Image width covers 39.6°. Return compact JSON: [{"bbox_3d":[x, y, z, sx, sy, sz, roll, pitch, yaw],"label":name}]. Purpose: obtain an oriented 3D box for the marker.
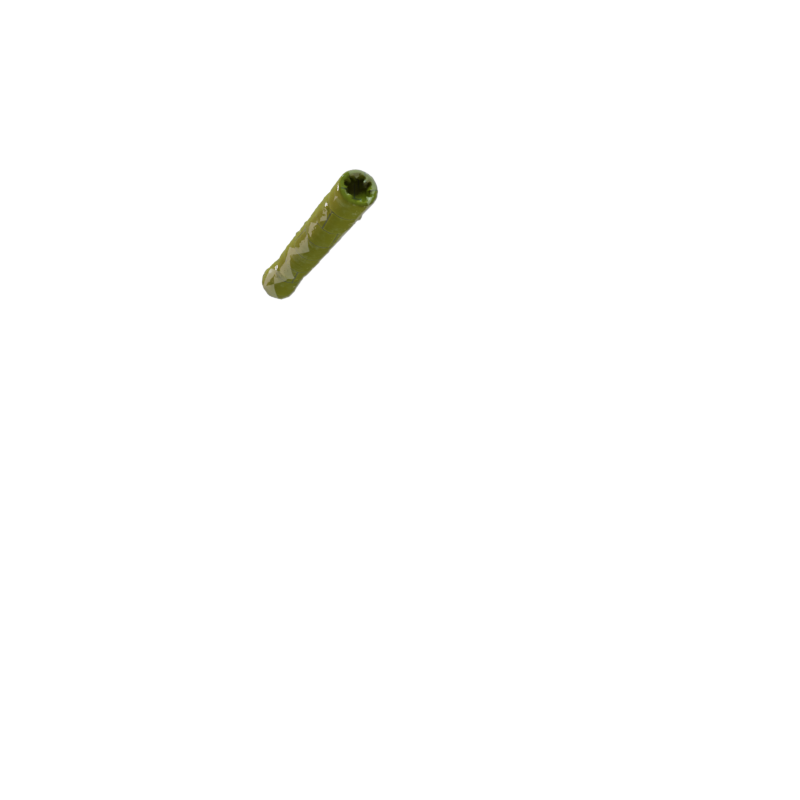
[{"bbox_3d":[-0.042,-0.077,0.538,0.019,0.021,0.119,-1,-16,-25],"label":"marker"}]
